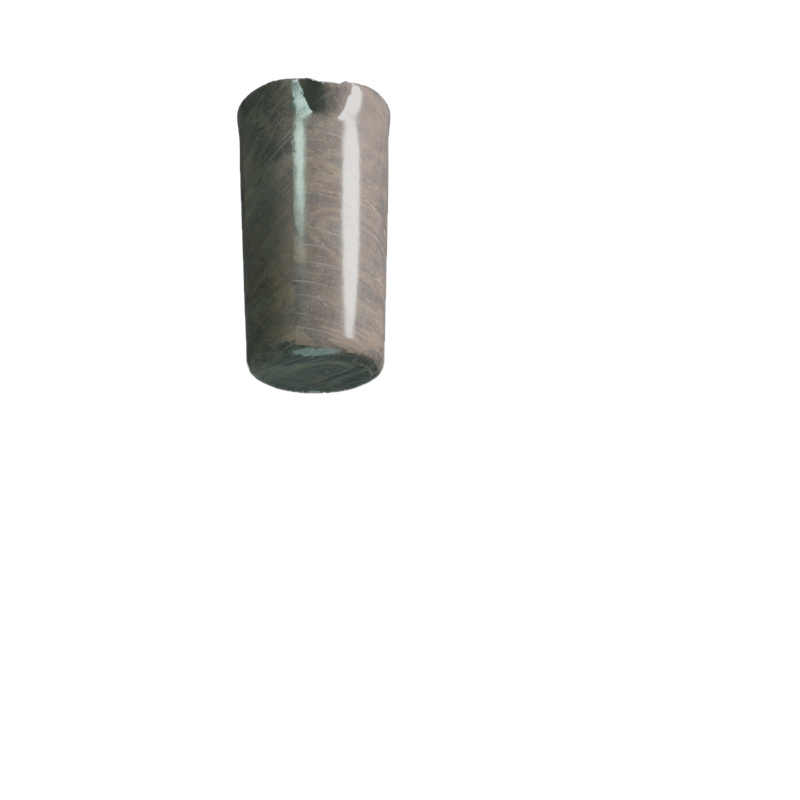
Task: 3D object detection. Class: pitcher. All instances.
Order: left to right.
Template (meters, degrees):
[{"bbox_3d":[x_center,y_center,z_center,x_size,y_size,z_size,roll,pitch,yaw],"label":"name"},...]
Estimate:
[{"bbox_3d":[-0.072,-0.132,0.922,0.147,0.256,0.139,-15,-26,29],"label":"pitcher"}]
